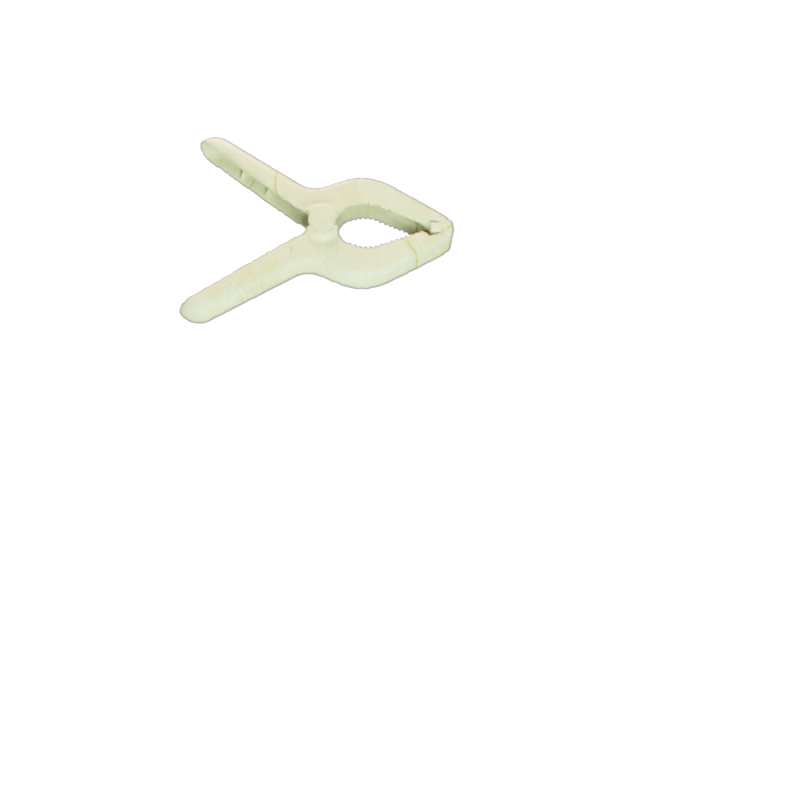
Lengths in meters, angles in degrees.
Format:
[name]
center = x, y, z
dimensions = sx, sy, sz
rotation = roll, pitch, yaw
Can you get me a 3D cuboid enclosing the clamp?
[clamp]
center = -0.067, -0.121, 0.851
dimensions = 0.211, 0.174, 0.034
rotation = 8, -28, 4
